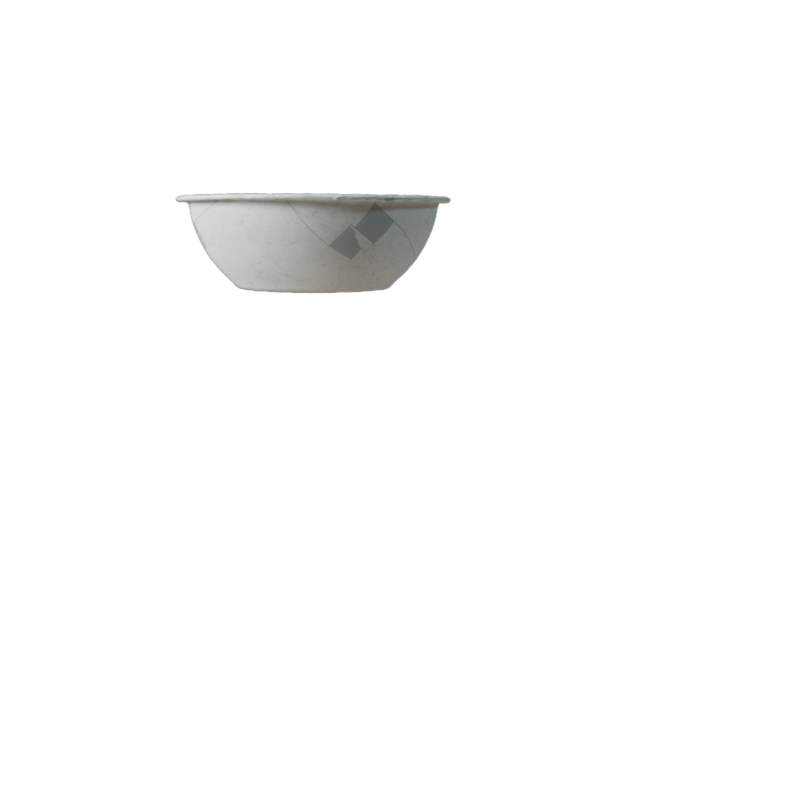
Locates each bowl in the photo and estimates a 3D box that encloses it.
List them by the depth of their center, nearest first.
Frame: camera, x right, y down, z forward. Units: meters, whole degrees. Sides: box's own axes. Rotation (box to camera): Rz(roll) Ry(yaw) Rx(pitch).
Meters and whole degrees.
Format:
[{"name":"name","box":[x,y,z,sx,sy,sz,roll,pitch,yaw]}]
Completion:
[{"name":"bowl","box":[-0.051,-0.094,0.657,0.162,0.054,0.164,0,9,-2]}]
